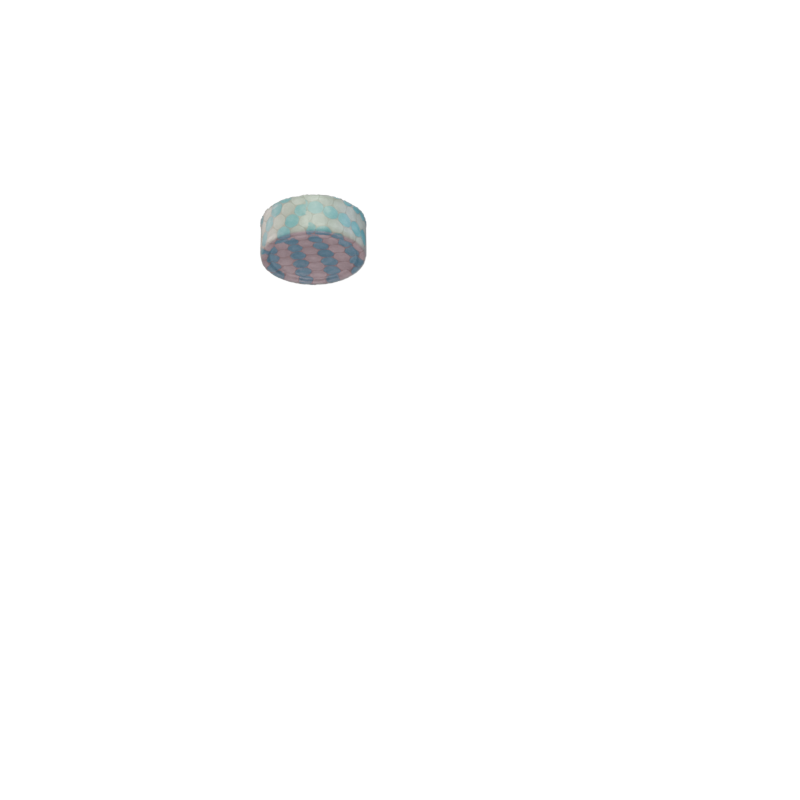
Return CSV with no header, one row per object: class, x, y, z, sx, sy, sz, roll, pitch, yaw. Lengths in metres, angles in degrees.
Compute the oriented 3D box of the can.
can,-0.069,-0.126,0.885,0.086,0.036,0.081,1,-27,-2
